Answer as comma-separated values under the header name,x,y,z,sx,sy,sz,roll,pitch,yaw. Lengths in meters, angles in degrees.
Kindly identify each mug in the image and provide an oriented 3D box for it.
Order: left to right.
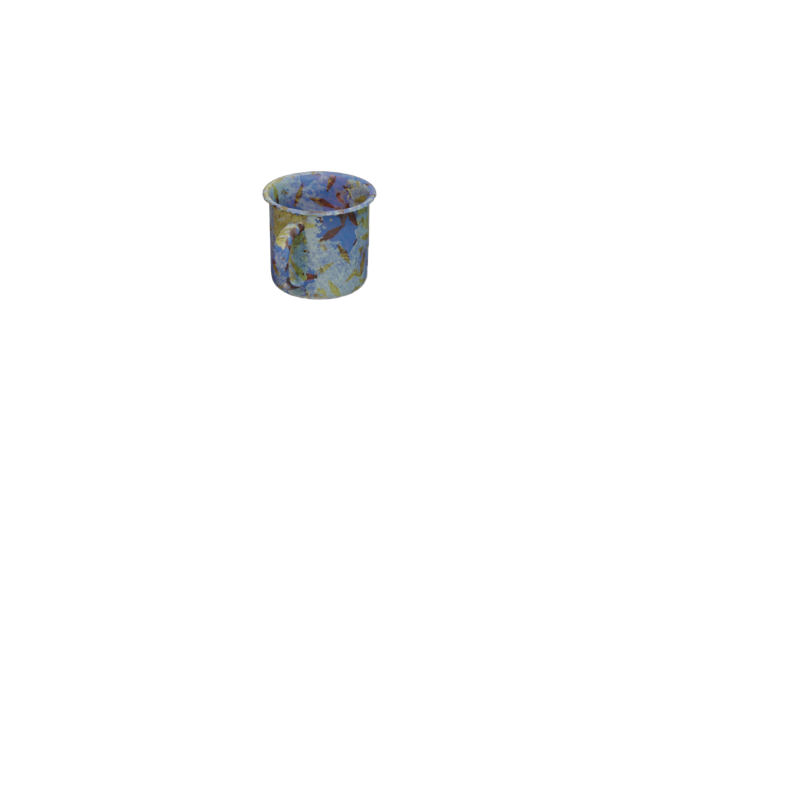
name,x,y,z,sx,sy,sz,roll,pitch,yaw
mug,-0.071,-0.130,0.907,0.096,0.077,0.120,11,31,18
